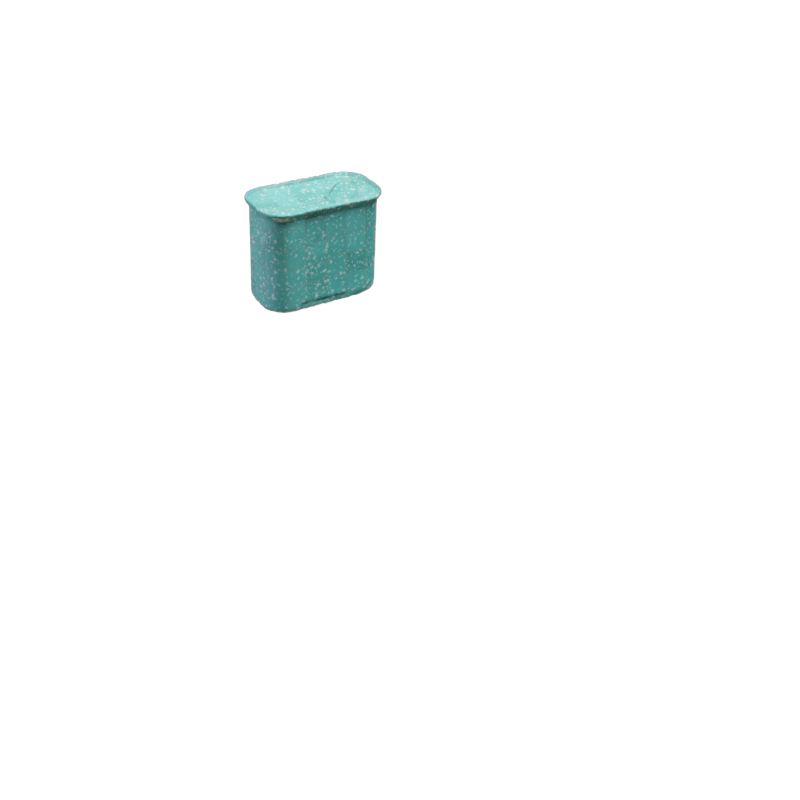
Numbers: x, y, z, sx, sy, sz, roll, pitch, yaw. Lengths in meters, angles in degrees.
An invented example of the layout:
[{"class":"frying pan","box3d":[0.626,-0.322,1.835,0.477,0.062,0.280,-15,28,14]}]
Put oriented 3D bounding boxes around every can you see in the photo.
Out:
[{"class":"can","box3d":[-0.067,-0.122,0.852,0.100,0.079,0.062,-16,33,-26]}]
